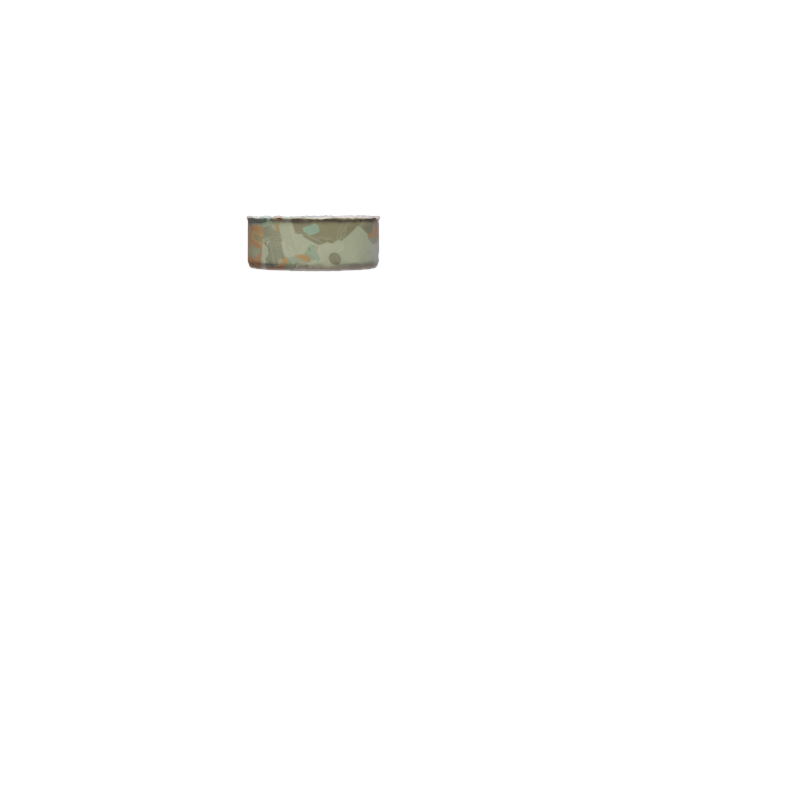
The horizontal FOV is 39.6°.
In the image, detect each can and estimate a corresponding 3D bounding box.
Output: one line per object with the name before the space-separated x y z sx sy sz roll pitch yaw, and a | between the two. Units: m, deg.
can | -0.056 -0.102 0.713 0.086 0.033 0.087 0 9 -2
